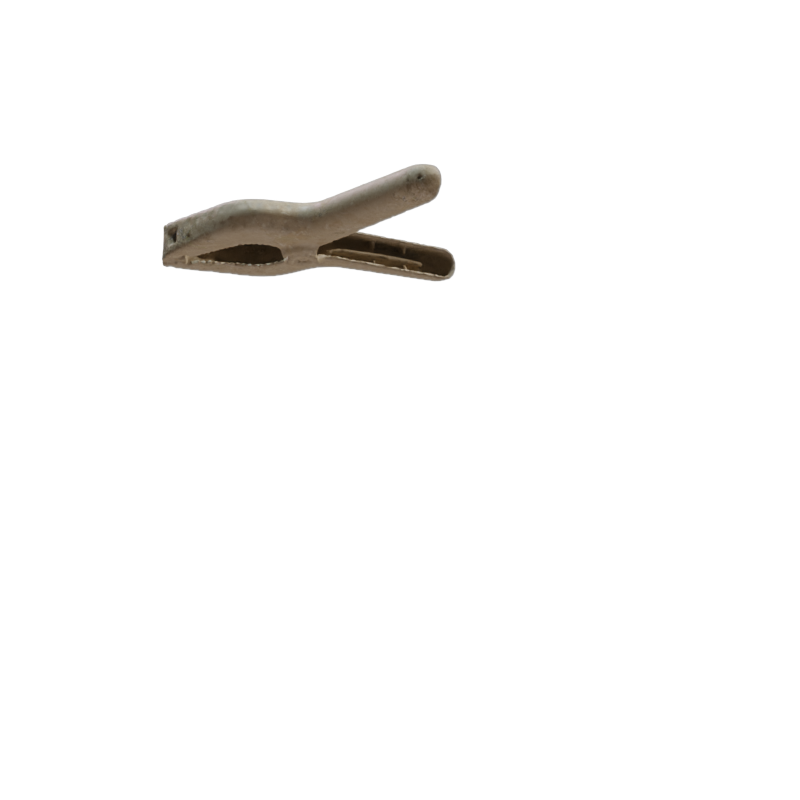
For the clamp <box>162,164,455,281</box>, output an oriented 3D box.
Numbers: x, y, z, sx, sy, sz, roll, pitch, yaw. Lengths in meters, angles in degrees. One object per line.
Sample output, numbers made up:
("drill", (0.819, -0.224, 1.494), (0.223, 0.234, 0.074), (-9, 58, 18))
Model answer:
("clamp", (-0.061, -0.111, 0.778), (0.213, 0.038, 0.155), (-4, -17, 14))
